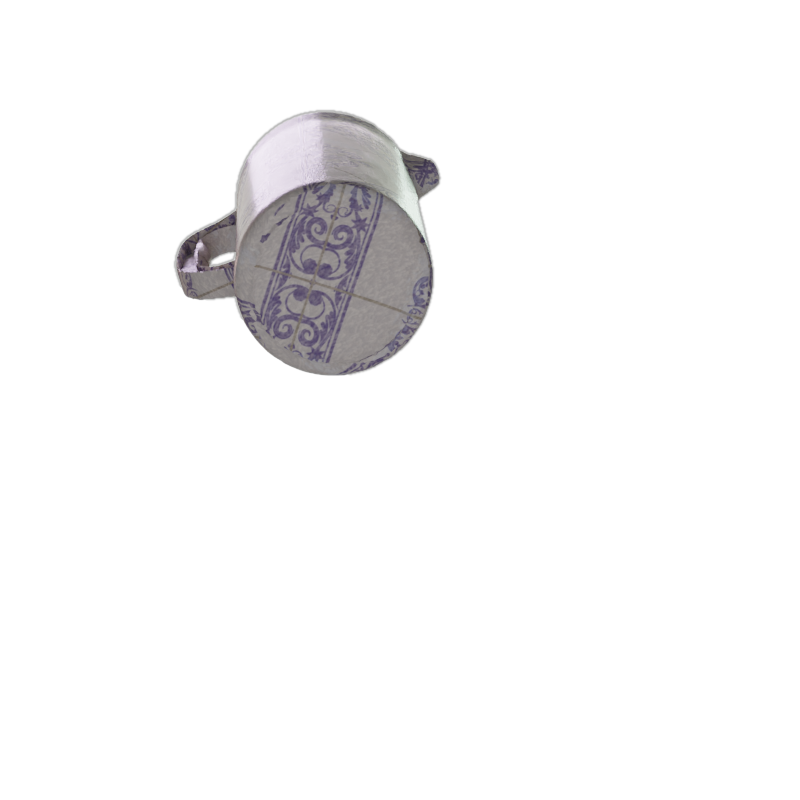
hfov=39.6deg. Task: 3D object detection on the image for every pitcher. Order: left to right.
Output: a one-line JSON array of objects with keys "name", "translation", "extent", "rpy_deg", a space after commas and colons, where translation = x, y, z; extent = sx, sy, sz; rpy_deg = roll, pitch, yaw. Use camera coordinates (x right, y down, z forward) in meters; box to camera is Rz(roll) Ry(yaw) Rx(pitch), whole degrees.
[{"name": "pitcher", "translation": [-0.055, -0.100, 0.703], "extent": [0.142, 0.146, 0.253], "rpy_deg": [27, 15, -12]}]
